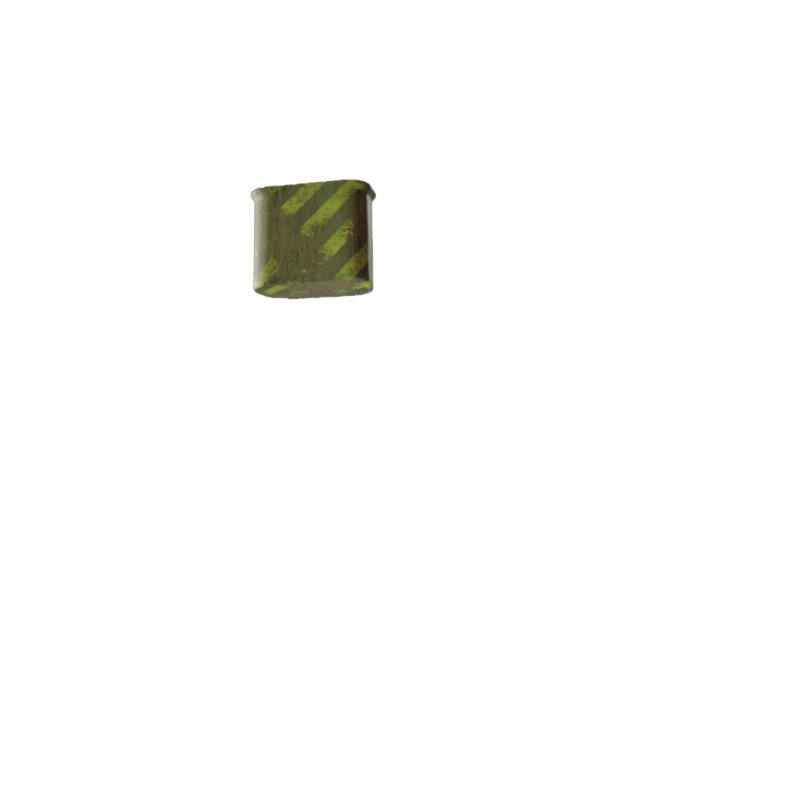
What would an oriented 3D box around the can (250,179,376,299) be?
[{"bbox_3d":[-0.071,-0.130,0.909,0.103,0.087,0.055,-3,-14,12],"label":"can"}]
